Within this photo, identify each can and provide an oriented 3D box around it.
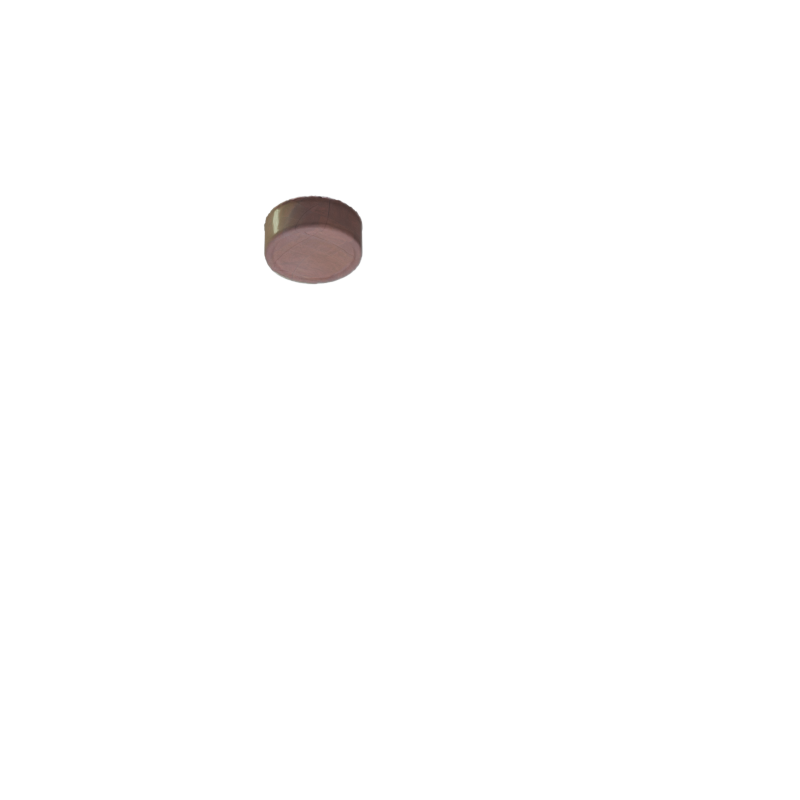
[{"bbox_3d":[-0.075,-0.136,0.954,0.086,0.036,0.080,1,-32,-2],"label":"can"}]
